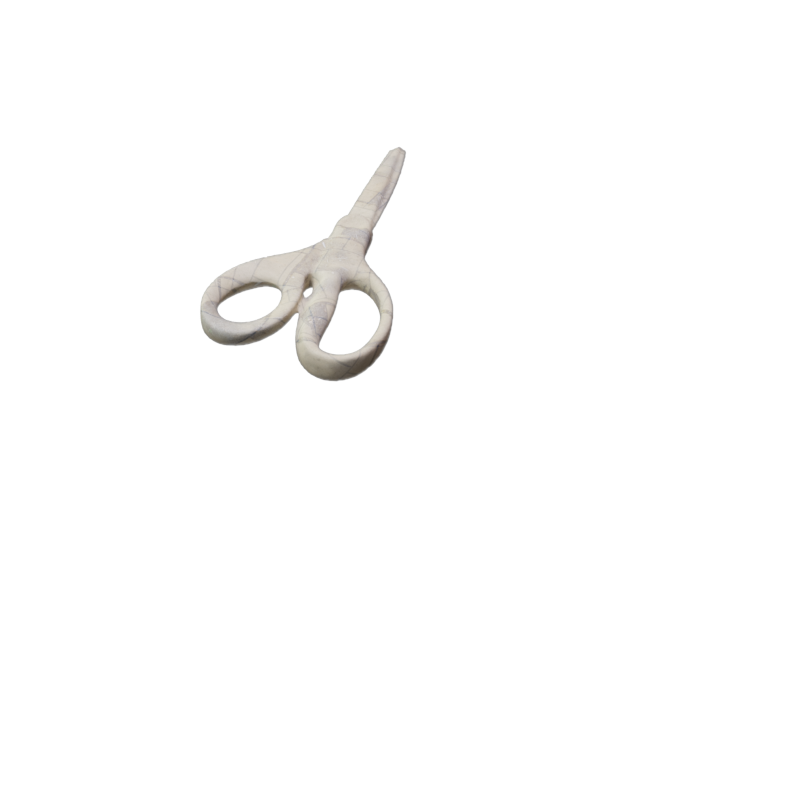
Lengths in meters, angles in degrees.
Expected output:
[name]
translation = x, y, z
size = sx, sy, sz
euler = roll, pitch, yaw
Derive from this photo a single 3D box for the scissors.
[scissors]
translation = -0.043, -0.079, 0.551
size = 0.096, 0.015, 0.215
euler = 0, 38, 0
